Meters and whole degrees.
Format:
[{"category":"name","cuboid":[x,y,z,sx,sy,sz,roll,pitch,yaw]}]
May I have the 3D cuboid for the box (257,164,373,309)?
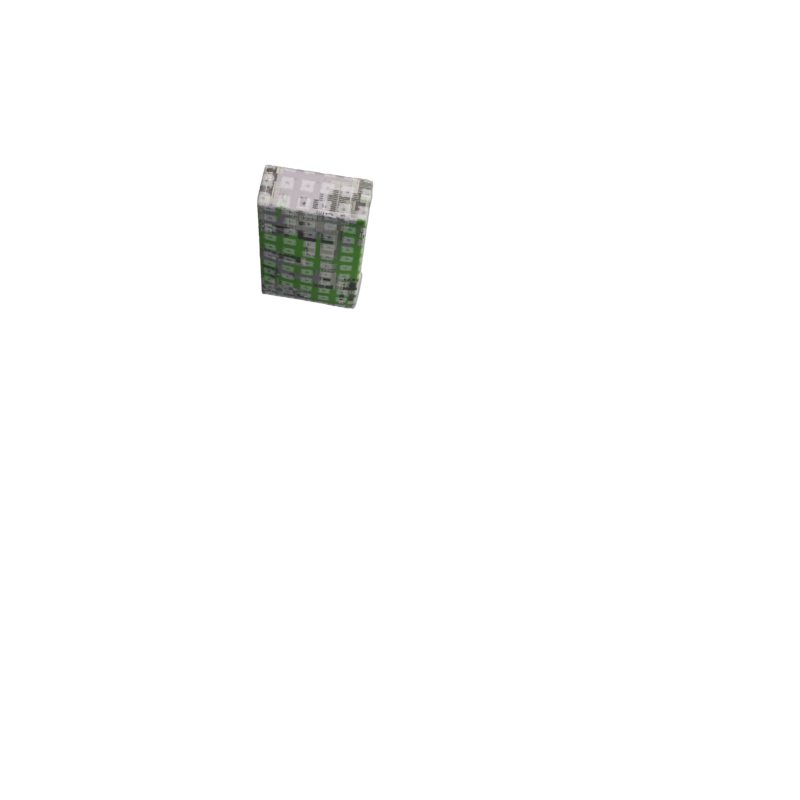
[{"category":"box","cuboid":[-0.076,-0.139,0.974,0.094,0.050,0.168,10,-19,0]}]
